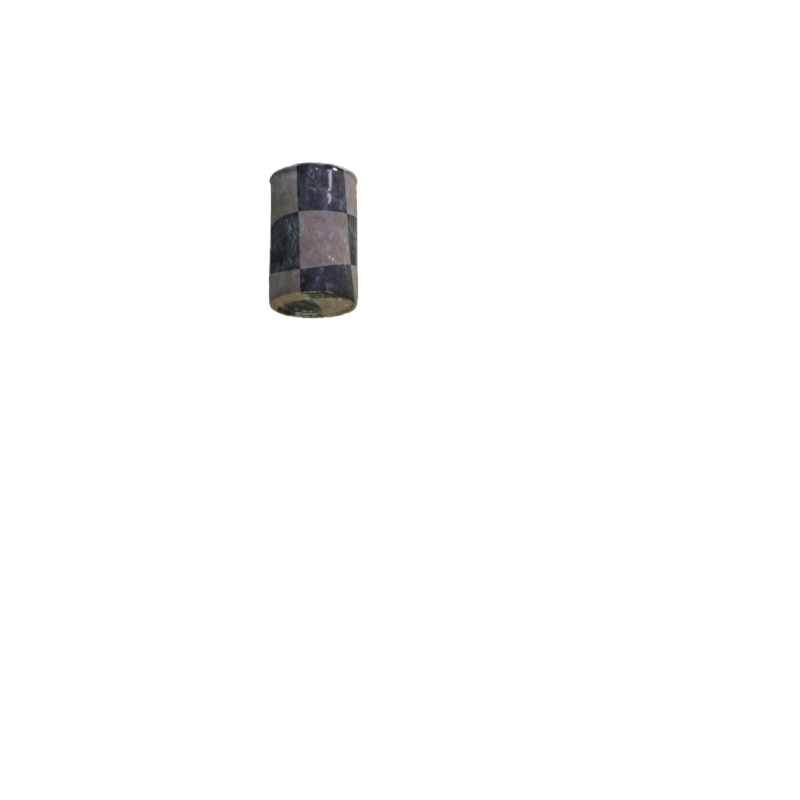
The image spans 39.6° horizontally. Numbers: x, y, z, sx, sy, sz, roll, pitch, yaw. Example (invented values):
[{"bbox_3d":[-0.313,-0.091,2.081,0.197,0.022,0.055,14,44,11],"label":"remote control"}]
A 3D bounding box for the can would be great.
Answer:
[{"bbox_3d":[-0.066,-0.119,0.837,0.068,0.107,0.066,0,-18,-2],"label":"can"}]
